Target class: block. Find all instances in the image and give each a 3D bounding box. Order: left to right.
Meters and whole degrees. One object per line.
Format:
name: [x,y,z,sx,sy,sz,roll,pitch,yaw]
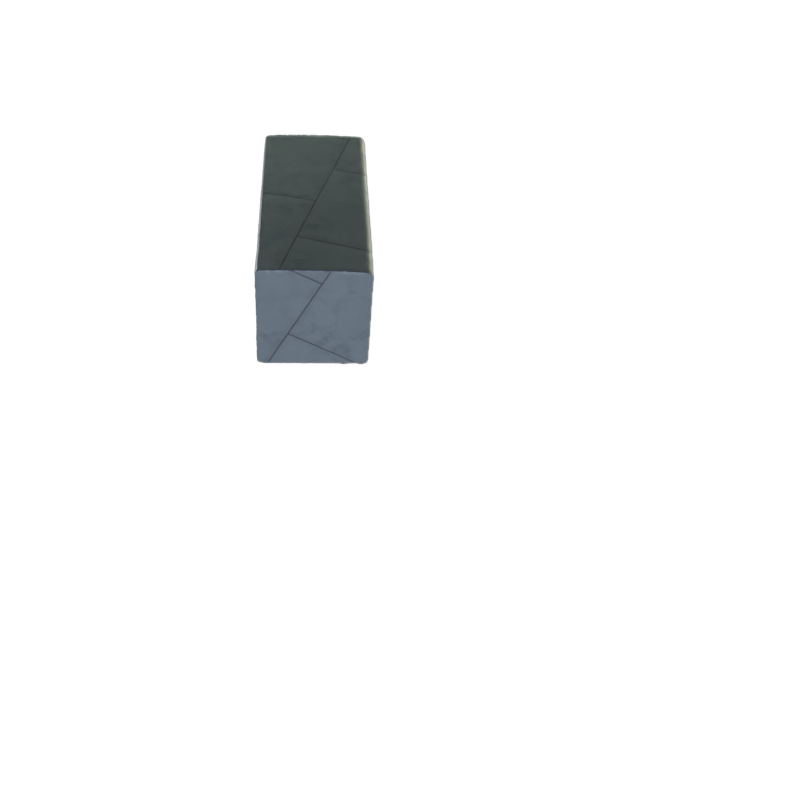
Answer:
block: [-0.072,-0.132,0.923,0.090,0.085,0.221,0,39,-4]
